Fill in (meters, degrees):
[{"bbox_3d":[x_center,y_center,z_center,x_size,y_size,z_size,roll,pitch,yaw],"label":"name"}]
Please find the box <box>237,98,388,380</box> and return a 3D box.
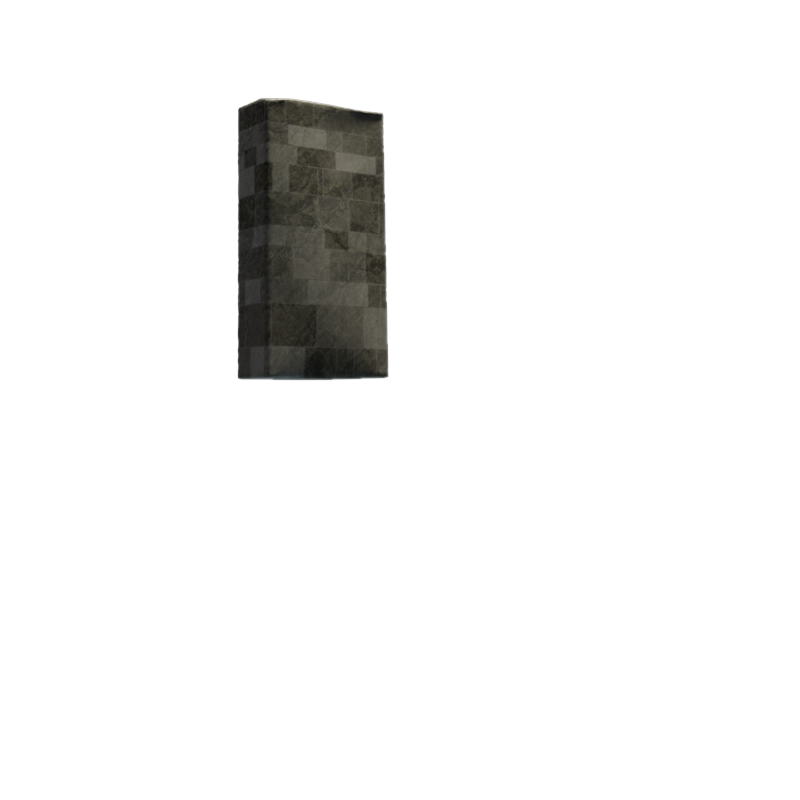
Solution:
[{"bbox_3d":[-0.056,-0.102,0.714,0.090,0.179,0.049,2,-6,-33],"label":"box"}]
